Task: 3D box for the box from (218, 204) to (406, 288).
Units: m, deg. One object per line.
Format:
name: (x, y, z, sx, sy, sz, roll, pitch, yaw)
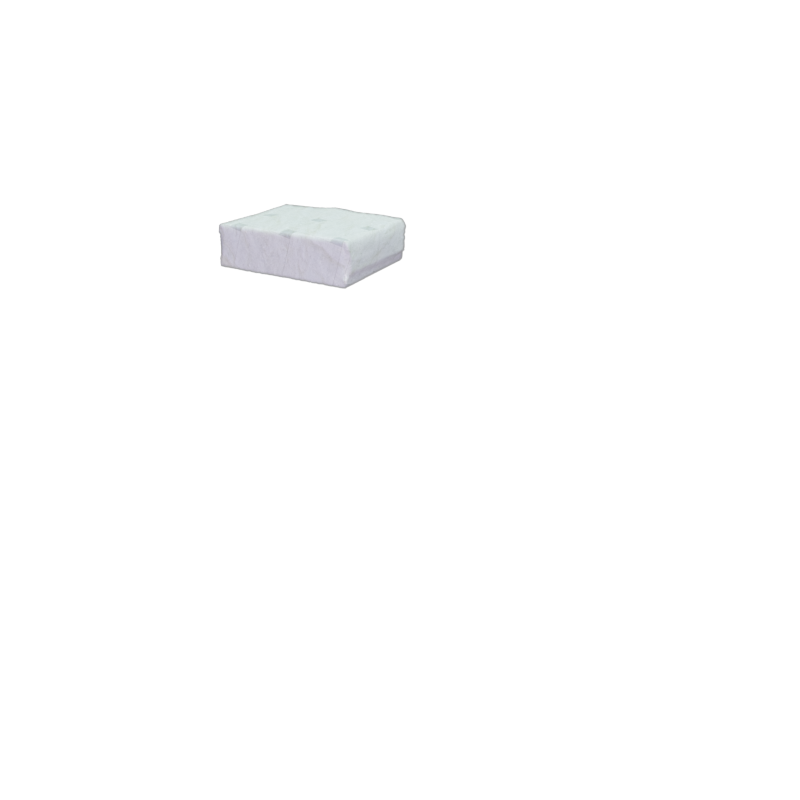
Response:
box: (-0.052, -0.095, 0.666, 0.093, 0.029, 0.073, 11, 23, 28)
